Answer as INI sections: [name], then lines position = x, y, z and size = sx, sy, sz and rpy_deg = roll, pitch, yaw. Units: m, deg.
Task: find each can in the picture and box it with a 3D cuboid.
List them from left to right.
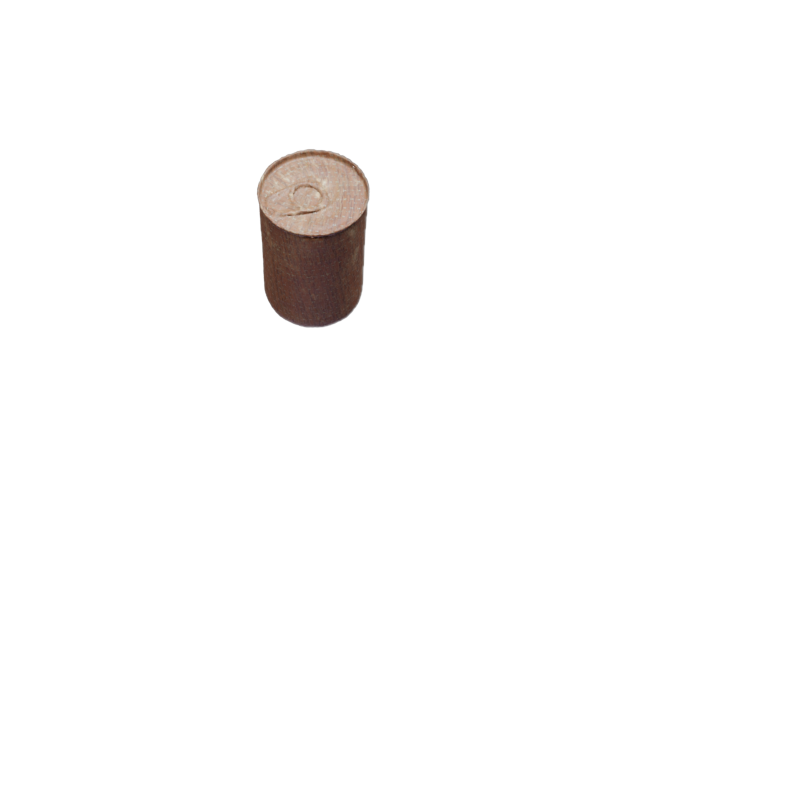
[can]
position = -0.055, -0.101, 0.706
size = 0.068, 0.073, 0.096
rpy_deg = 0, -33, -3
